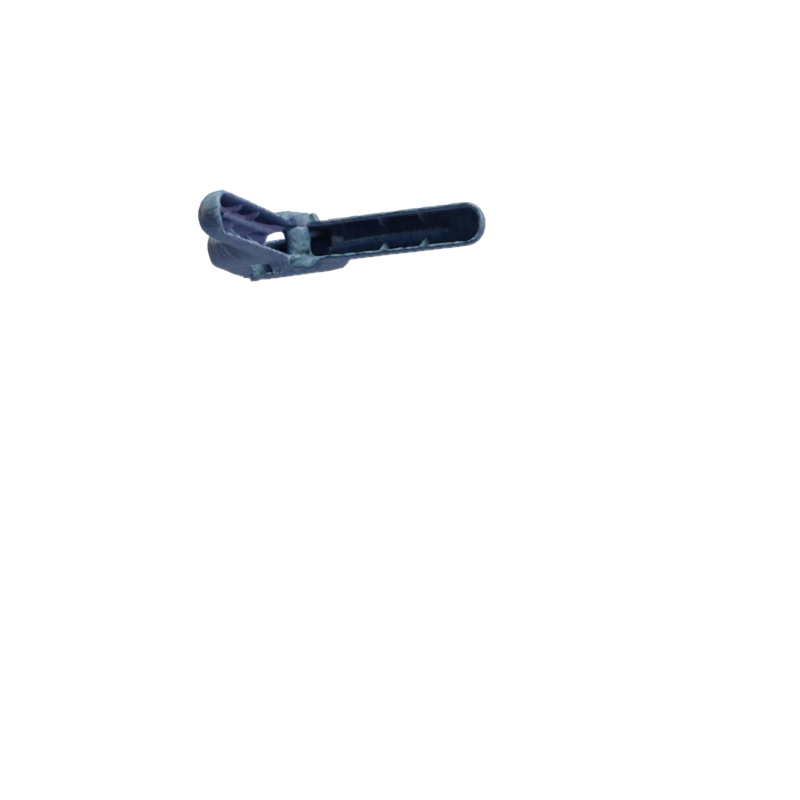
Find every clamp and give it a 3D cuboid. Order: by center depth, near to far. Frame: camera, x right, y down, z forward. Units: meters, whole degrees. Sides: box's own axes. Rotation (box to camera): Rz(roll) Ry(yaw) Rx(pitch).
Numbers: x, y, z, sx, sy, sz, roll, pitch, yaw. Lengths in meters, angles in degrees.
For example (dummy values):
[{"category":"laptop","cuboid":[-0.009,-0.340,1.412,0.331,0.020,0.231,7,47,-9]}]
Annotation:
[{"category":"clamp","cuboid":[-0.054,-0.098,0.686,0.161,0.037,0.212,0,-1,-16]}]
